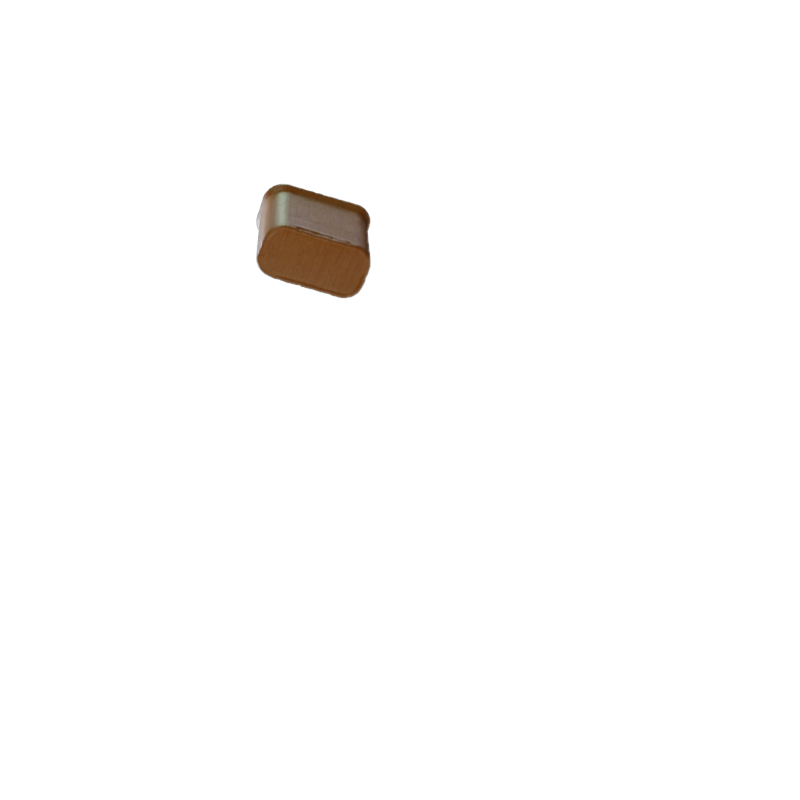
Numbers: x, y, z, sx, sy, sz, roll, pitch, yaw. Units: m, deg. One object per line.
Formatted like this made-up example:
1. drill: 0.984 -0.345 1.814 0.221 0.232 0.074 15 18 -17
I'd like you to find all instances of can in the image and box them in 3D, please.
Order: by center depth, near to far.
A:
1. can: -0.077 -0.140 0.980 0.100 0.055 0.089 15 30 -10
